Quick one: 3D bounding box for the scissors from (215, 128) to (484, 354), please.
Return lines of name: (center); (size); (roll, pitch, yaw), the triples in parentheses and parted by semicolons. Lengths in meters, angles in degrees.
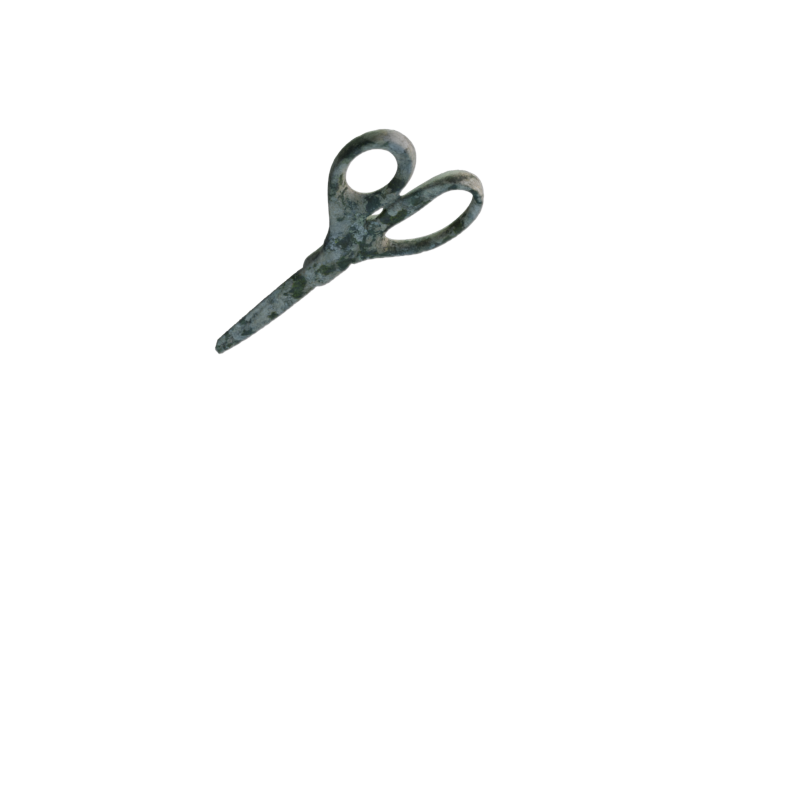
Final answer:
scissors: (-0.050, -0.092, 0.642); (0.202, 0.017, 0.089); (-22, -50, 20)
